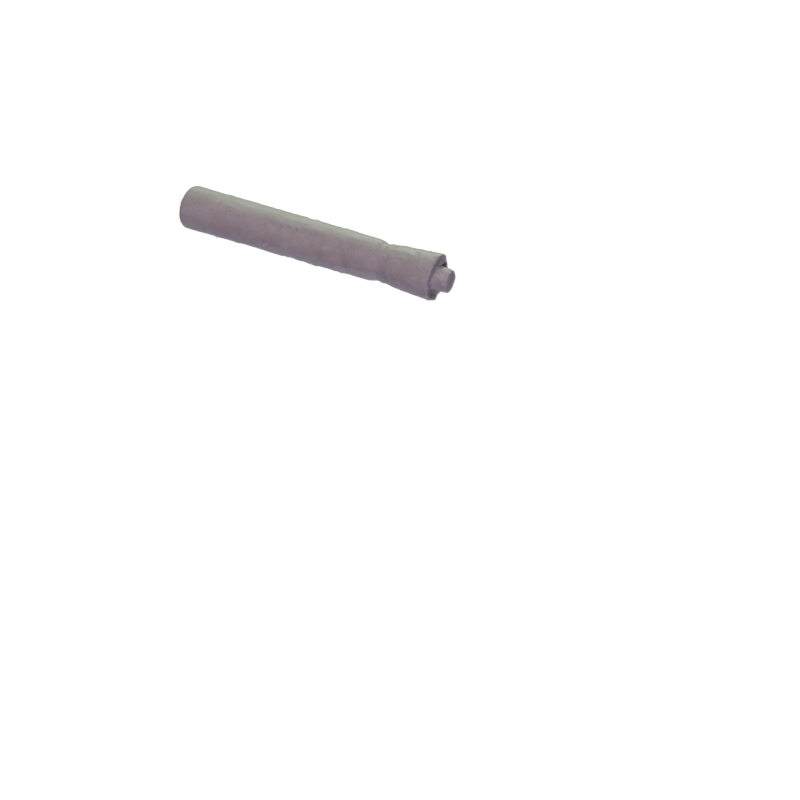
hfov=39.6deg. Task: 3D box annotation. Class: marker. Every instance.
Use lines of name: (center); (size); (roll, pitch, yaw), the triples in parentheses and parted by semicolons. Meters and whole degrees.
marker: (-0.035, -0.064, 0.446); (0.126, 0.019, 0.019); (19, 12, 25)
